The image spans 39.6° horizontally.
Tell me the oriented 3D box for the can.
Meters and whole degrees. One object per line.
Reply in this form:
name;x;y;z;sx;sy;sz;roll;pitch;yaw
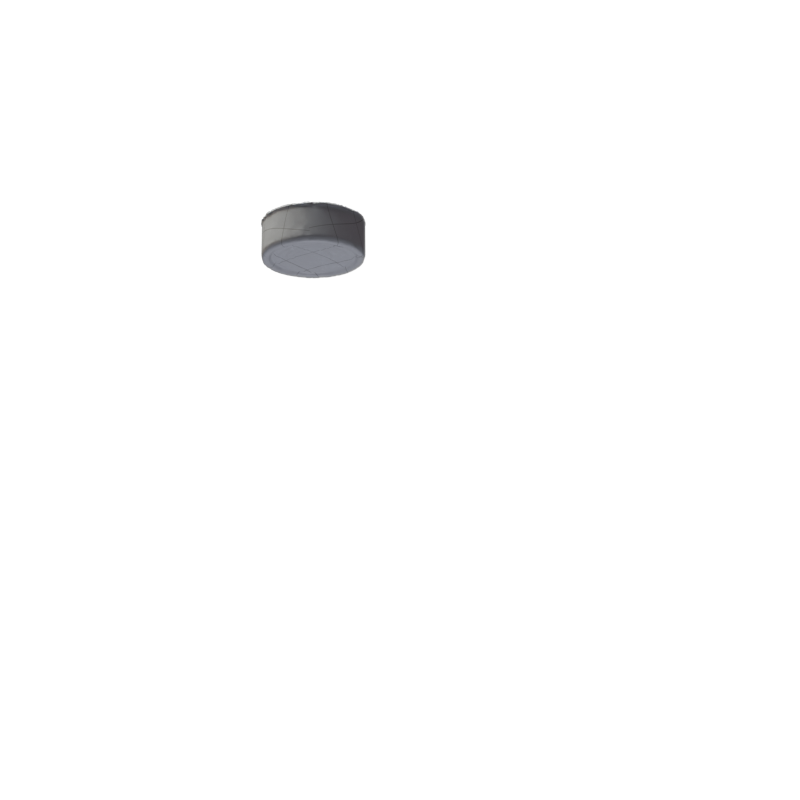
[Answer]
can;-0.071;-0.129;0.903;0.086;0.035;0.082;0;-16;-2
